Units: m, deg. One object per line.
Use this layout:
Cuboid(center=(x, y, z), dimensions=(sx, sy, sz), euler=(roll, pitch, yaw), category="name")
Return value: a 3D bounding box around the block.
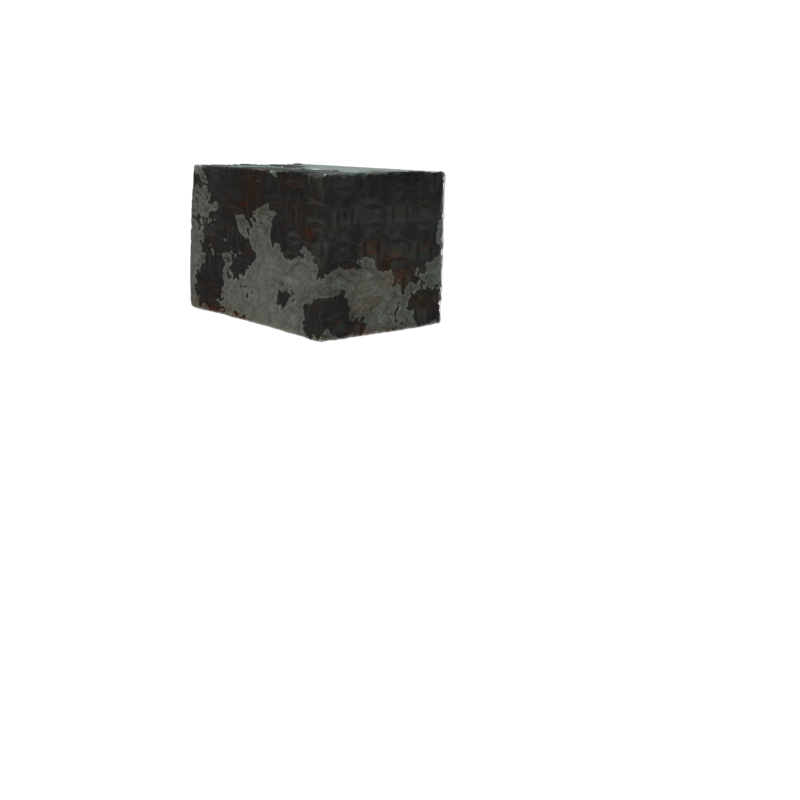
Cuboid(center=(-0.029, -0.054, 0.375), dimensions=(0.051, 0.050, 0.082), euler=(-8, 15, -39), category="block")
